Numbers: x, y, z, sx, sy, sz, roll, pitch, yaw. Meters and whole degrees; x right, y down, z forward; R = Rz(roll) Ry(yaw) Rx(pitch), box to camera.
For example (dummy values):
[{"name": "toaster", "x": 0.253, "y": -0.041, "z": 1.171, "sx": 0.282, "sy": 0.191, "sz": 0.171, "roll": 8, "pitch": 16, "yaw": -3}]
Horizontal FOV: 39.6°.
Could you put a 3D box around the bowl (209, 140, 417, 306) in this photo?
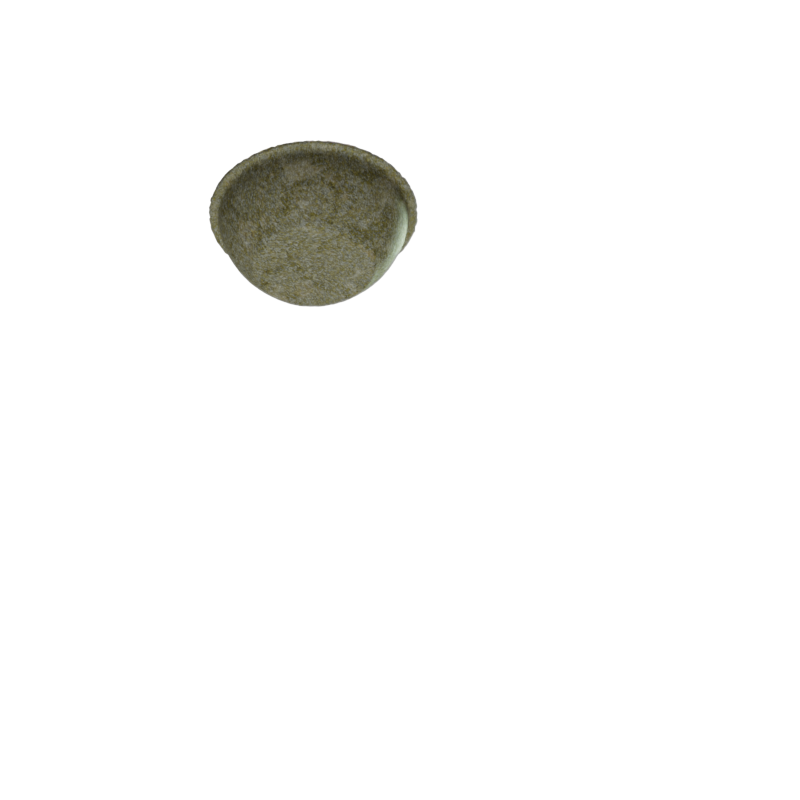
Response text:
[{"name": "bowl", "x": -0.066, "y": -0.120, "z": 0.843, "sx": 0.162, "sy": 0.059, "sz": 0.151, "roll": 1, "pitch": -39, "yaw": -1}]
